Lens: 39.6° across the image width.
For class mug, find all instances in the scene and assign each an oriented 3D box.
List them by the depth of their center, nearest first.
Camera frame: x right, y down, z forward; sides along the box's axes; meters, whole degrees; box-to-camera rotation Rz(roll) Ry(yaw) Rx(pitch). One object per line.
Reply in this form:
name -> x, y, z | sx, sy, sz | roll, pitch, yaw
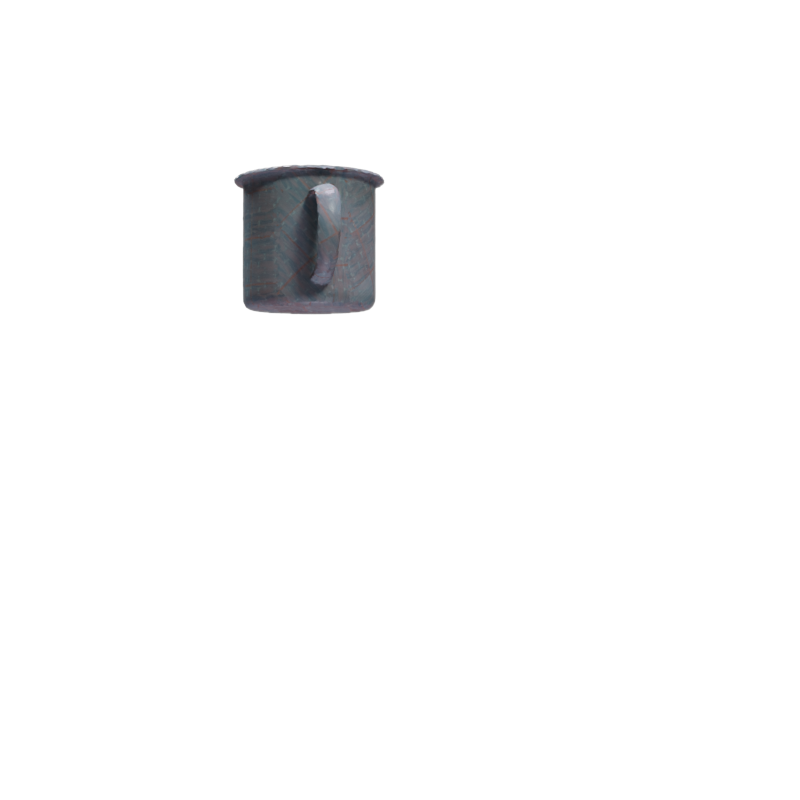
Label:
mug -> -0.053, -0.096, 0.672 | 0.091, 0.083, 0.118 | 1, -3, -15
